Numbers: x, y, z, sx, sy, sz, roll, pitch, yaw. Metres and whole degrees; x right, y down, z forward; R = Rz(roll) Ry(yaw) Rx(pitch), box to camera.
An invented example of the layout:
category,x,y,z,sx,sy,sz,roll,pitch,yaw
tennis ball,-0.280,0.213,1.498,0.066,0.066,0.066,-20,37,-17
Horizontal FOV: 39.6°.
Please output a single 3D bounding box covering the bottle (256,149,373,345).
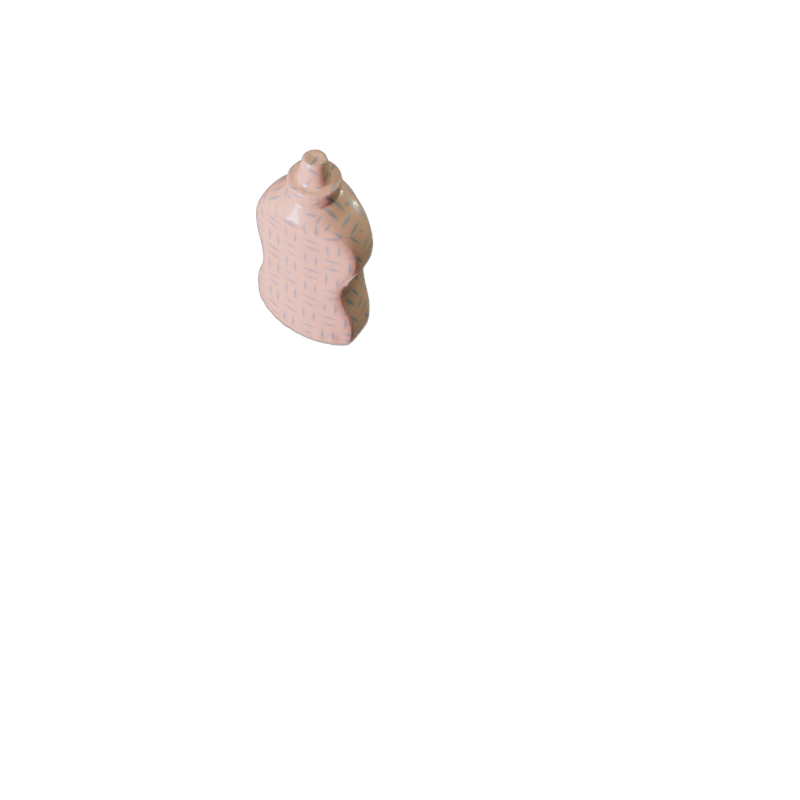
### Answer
category,x,y,z,sx,sy,sz,roll,pitch,yaw
bottle,-0.068,-0.125,0.870,0.100,0.060,0.179,32,-30,17
